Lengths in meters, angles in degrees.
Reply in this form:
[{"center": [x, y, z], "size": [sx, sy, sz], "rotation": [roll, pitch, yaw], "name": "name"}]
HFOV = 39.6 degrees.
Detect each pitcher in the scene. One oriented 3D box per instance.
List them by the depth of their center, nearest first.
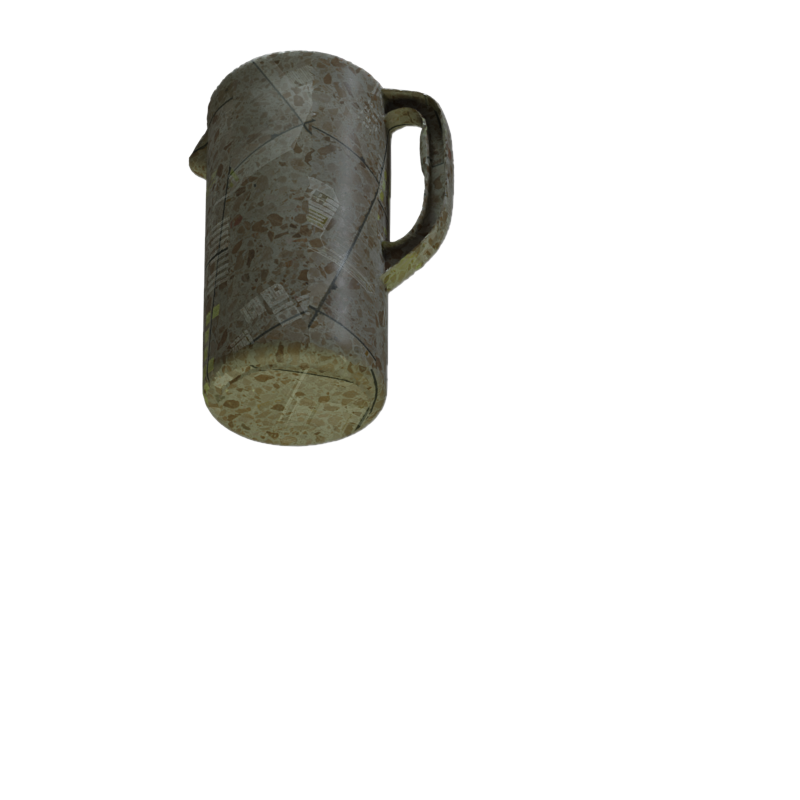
[{"center": [-0.056, -0.101, 0.710], "size": [0.139, 0.260, 0.145], "rotation": [16, -40, -24], "name": "pitcher"}]
